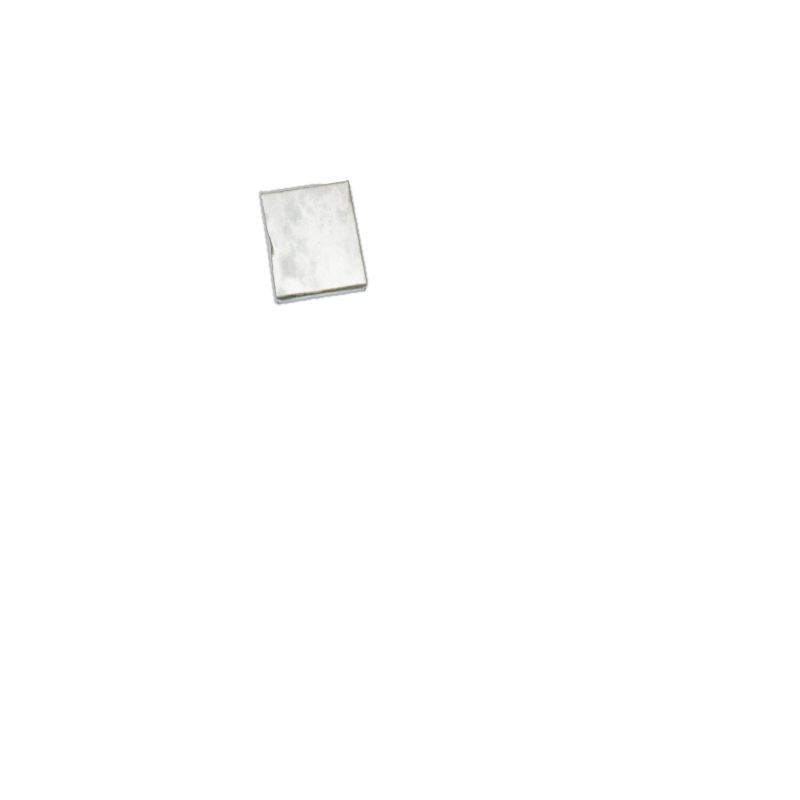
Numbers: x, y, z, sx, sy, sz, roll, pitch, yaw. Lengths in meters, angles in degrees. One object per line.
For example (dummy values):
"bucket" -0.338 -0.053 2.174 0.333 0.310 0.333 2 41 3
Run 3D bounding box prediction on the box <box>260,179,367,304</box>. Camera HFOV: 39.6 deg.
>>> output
"box" -0.069 -0.126 0.882 0.073 0.093 0.029 -9 -14 -3
